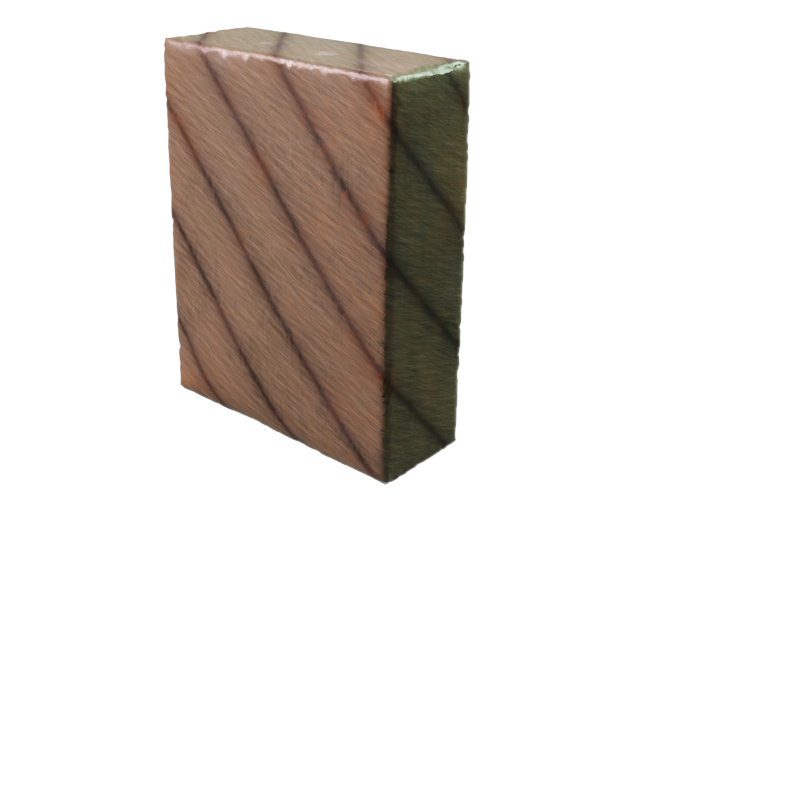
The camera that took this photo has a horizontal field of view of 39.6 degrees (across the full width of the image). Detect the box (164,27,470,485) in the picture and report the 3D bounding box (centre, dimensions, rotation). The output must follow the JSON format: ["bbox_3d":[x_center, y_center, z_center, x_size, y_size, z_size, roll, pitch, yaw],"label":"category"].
[{"bbox_3d":[-0.047,-0.086,0.604,0.174,0.204,0.071,21,28,38],"label":"box"}]
